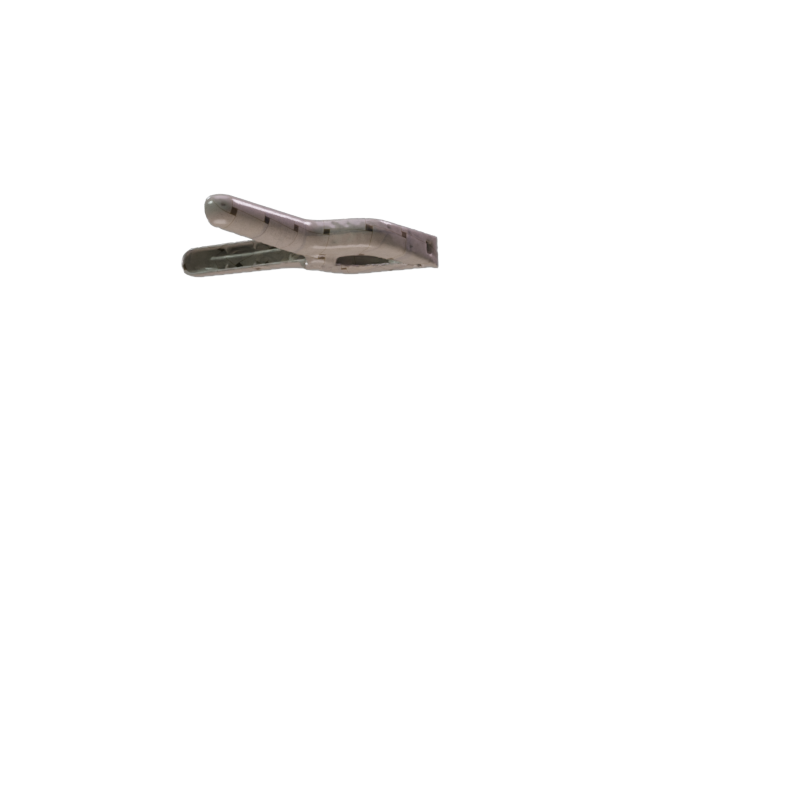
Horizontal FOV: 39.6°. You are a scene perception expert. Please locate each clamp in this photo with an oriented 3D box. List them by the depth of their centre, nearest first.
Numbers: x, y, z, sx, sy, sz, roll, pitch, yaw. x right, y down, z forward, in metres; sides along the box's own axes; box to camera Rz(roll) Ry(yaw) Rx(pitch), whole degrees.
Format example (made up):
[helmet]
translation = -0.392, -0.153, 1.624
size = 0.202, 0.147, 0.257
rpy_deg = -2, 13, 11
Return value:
[clamp]
translation = -0.069, -0.126, 0.881
size = 0.208, 0.037, 0.161
rpy_deg = 1, -8, -7
